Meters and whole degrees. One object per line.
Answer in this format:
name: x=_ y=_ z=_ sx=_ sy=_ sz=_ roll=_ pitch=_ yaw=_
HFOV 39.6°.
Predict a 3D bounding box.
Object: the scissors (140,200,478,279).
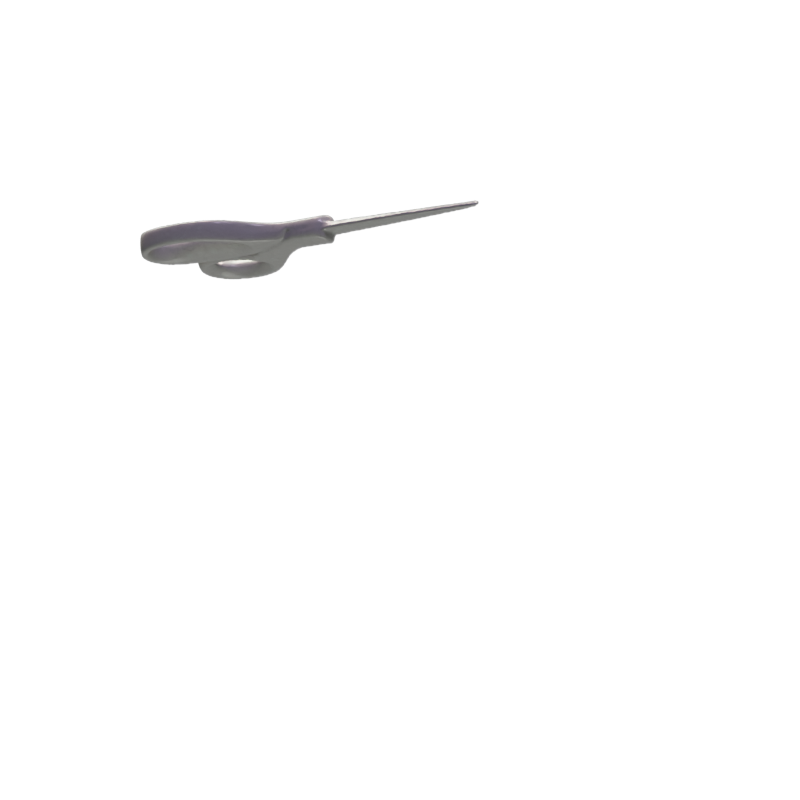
scissors: x=-0.050 y=-0.092 z=0.644 sx=0.205 sy=0.016 sz=0.092 roll=-2 pitch=-9 yaw=13
